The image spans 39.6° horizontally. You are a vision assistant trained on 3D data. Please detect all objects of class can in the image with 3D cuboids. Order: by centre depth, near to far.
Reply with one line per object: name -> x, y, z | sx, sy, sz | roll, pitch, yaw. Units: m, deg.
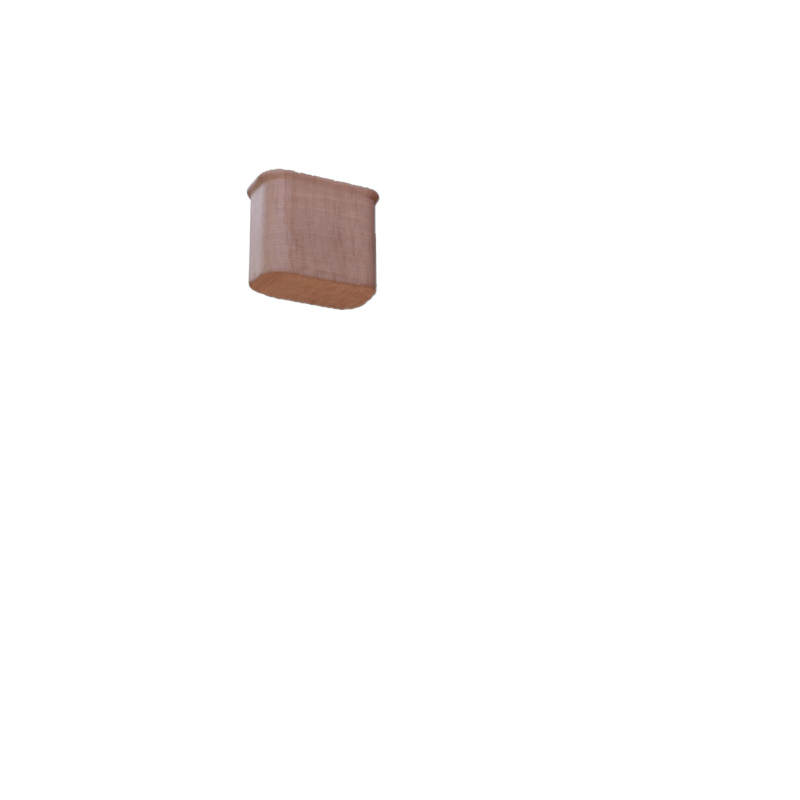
can -> -0.067, -0.122, 0.852 | 0.098, 0.088, 0.057 | 9, -24, -25
